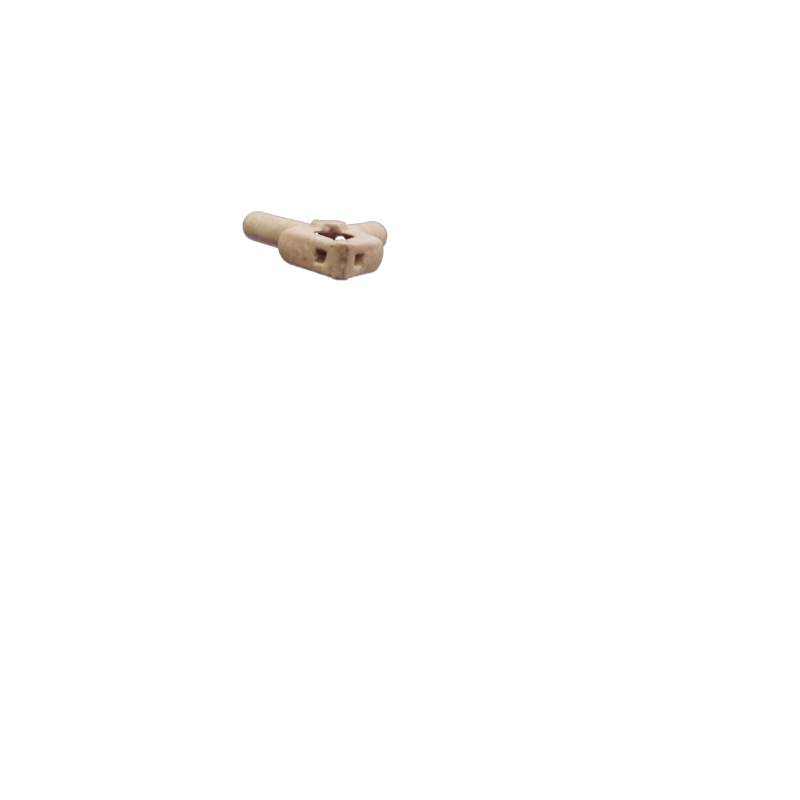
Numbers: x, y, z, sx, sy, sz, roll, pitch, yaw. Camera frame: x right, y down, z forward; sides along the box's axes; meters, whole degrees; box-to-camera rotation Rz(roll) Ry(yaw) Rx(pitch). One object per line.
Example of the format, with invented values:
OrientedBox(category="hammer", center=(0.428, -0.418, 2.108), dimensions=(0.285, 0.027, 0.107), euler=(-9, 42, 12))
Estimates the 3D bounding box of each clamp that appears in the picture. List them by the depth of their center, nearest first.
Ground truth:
OrientedBox(category="clamp", center=(-0.067, -0.123, 0.858), dimensions=(0.120, 0.038, 0.175), euler=(0, 13, -1))
